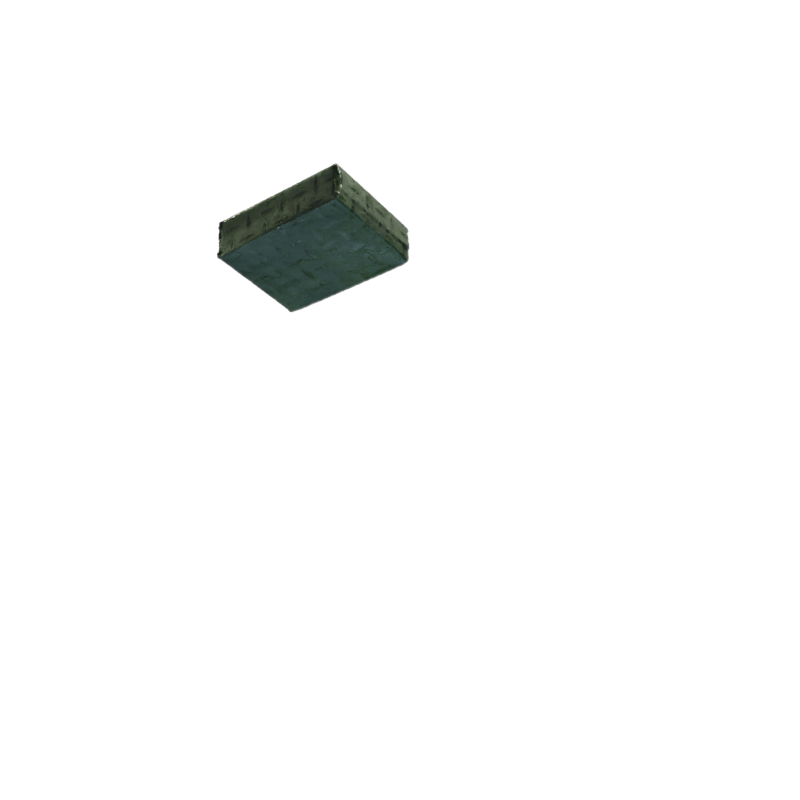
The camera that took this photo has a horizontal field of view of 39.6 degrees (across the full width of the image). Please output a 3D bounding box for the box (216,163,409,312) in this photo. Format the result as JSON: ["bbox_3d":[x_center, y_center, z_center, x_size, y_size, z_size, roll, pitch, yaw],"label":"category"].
[{"bbox_3d":[-0.063,-0.116,0.812,0.114,0.042,0.083,-23,-42,28],"label":"box"}]
